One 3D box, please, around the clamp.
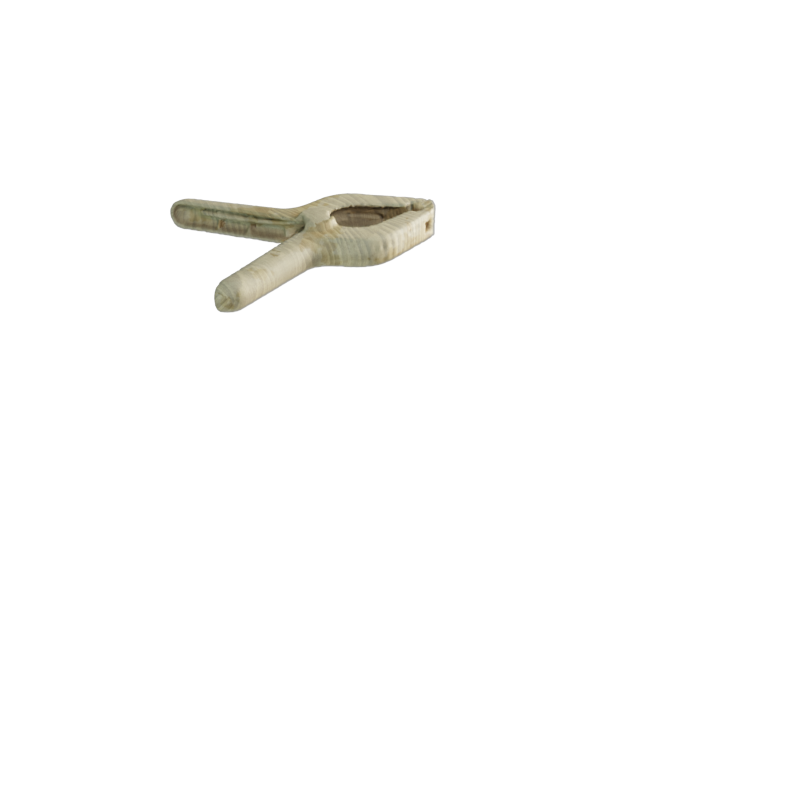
[{"bbox_3d":[-0.068,-0.124,0.866,0.207,0.034,0.177,-7,34,-11],"label":"clamp"}]
